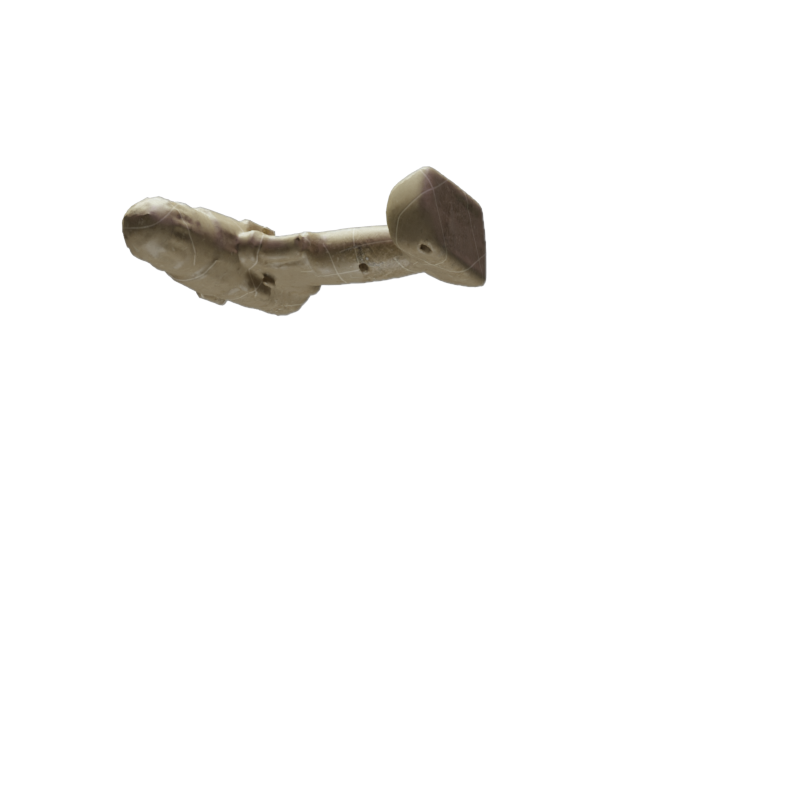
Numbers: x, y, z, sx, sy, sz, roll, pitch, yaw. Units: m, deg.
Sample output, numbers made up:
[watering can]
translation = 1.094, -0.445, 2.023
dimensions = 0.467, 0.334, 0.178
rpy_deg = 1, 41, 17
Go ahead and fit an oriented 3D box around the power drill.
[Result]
[power drill]
translation = -0.054, -0.098, 0.686
dimensions = 0.192, 0.059, 0.175
rpy_deg = -4, -8, 26
